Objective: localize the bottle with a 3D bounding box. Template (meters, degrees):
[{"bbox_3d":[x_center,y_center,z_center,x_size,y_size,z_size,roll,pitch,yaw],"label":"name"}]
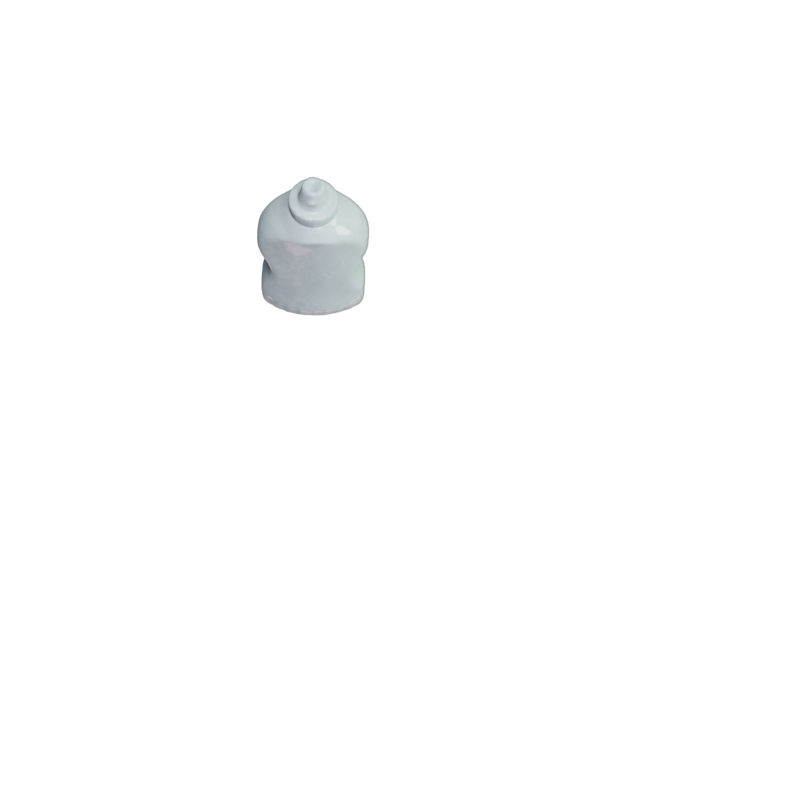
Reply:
[{"bbox_3d":[-0.076,-0.137,0.966,0.096,0.062,0.182,4,-23,-2],"label":"bottle"}]
